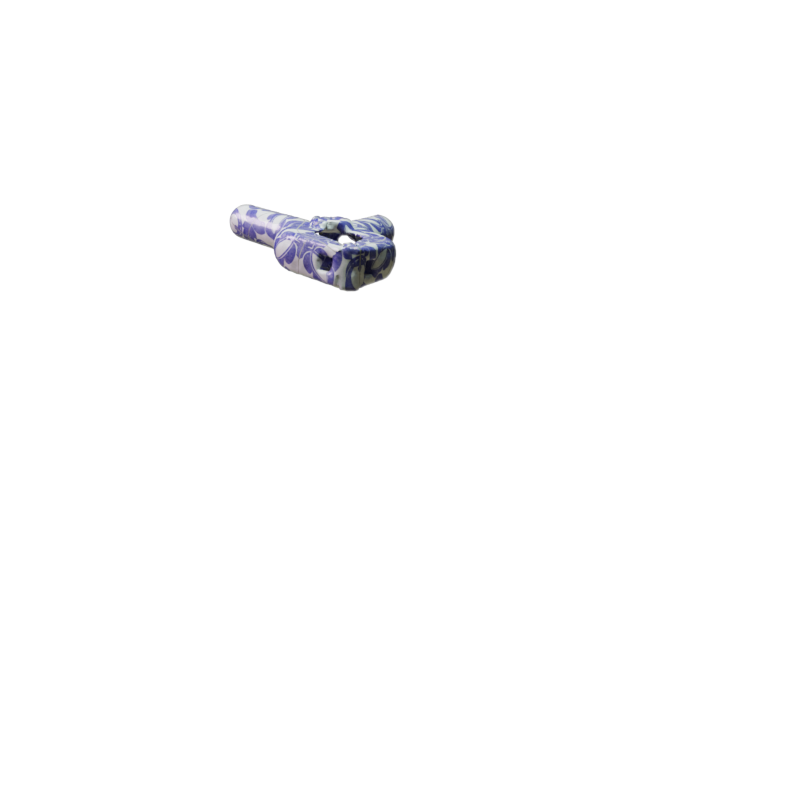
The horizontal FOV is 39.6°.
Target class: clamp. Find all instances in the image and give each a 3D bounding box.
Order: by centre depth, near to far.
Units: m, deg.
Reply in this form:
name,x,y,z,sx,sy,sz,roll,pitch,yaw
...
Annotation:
name,x,y,z,sx,sy,sz,roll,pitch,yaw
clamp,-0.058,-0.106,0.745,0.120,0.038,0.177,-1,15,-3
